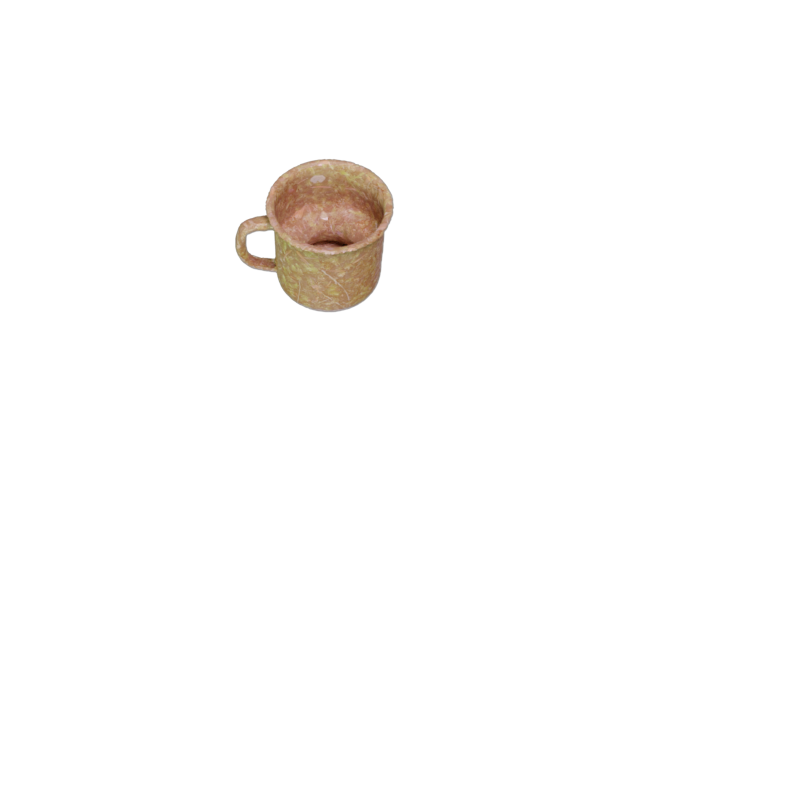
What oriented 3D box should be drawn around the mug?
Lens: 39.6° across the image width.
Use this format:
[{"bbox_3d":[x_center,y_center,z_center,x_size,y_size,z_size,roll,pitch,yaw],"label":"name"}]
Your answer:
[{"bbox_3d":[-0.065,-0.119,0.832,0.116,0.100,0.076,-7,-36,-7],"label":"mug"}]
